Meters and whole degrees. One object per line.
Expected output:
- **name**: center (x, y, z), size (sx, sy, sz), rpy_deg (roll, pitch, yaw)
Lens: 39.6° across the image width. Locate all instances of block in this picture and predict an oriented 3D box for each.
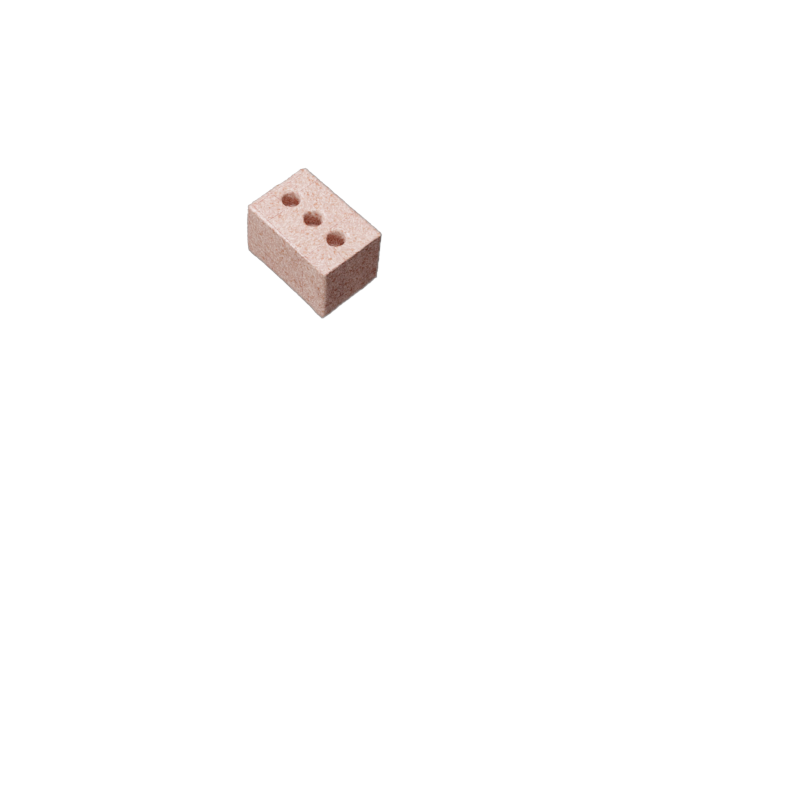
- **block**: center (-0.057, -0.105, 0.733), size (0.053, 0.083, 0.048), rpy_deg (-37, -26, -23)
